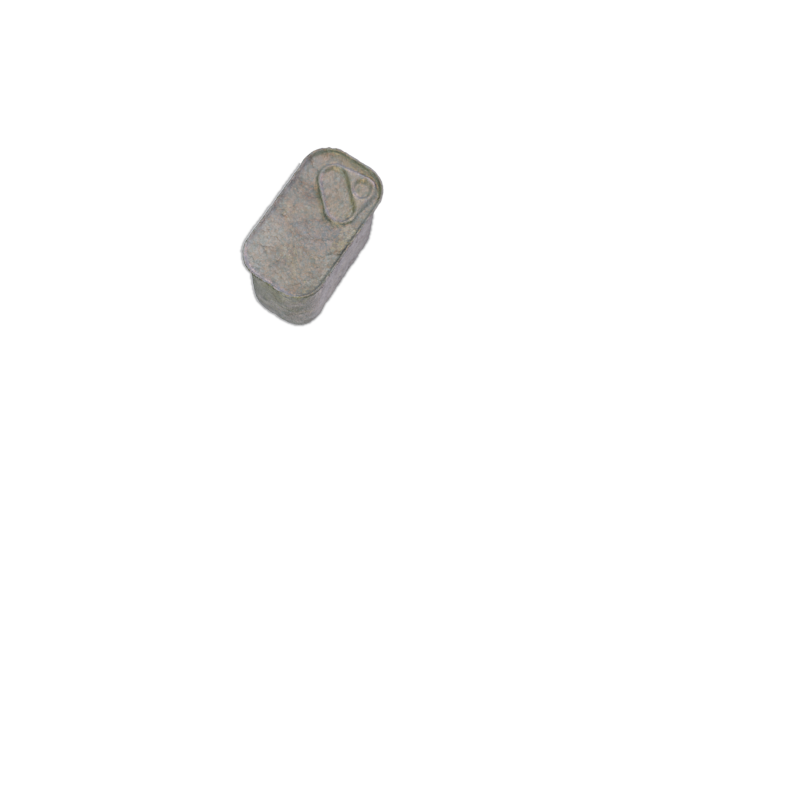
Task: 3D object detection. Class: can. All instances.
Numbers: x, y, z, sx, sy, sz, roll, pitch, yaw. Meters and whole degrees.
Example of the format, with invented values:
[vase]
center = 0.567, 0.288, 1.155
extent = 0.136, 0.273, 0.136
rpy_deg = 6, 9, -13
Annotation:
[can]
center = -0.058, -0.106, 0.739
extent = 0.059, 0.104, 0.081
rpy_deg = 32, -14, 5
